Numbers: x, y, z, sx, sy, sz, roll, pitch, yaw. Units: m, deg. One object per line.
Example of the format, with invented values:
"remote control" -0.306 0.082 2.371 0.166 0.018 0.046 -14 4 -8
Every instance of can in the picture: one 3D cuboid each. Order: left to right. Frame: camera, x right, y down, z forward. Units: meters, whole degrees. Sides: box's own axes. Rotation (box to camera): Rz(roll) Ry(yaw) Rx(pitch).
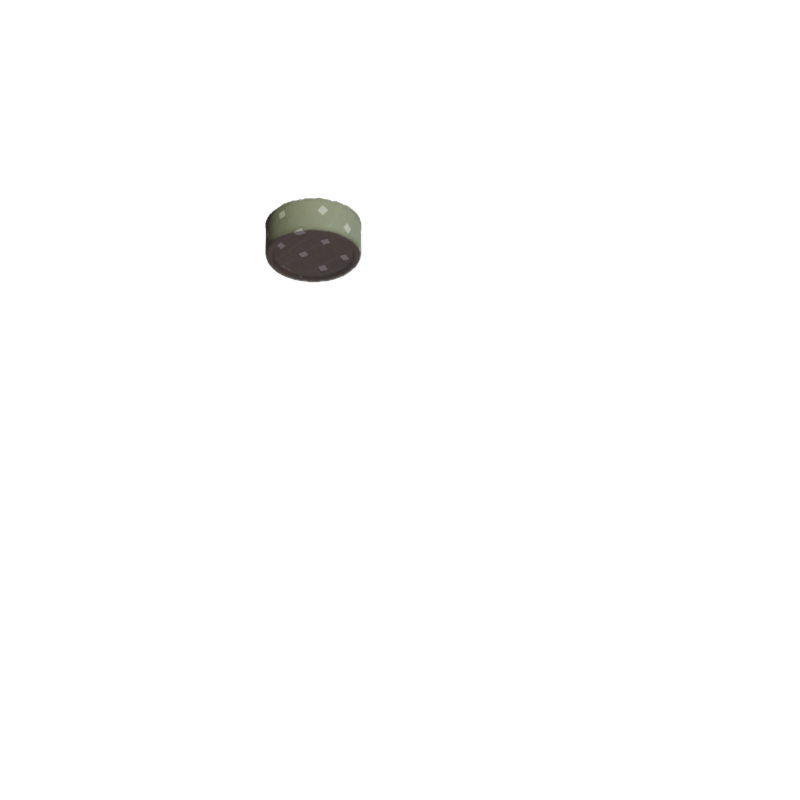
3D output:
"can" -0.076 -0.139 0.976 0.086 0.036 0.081 1 -30 -2
